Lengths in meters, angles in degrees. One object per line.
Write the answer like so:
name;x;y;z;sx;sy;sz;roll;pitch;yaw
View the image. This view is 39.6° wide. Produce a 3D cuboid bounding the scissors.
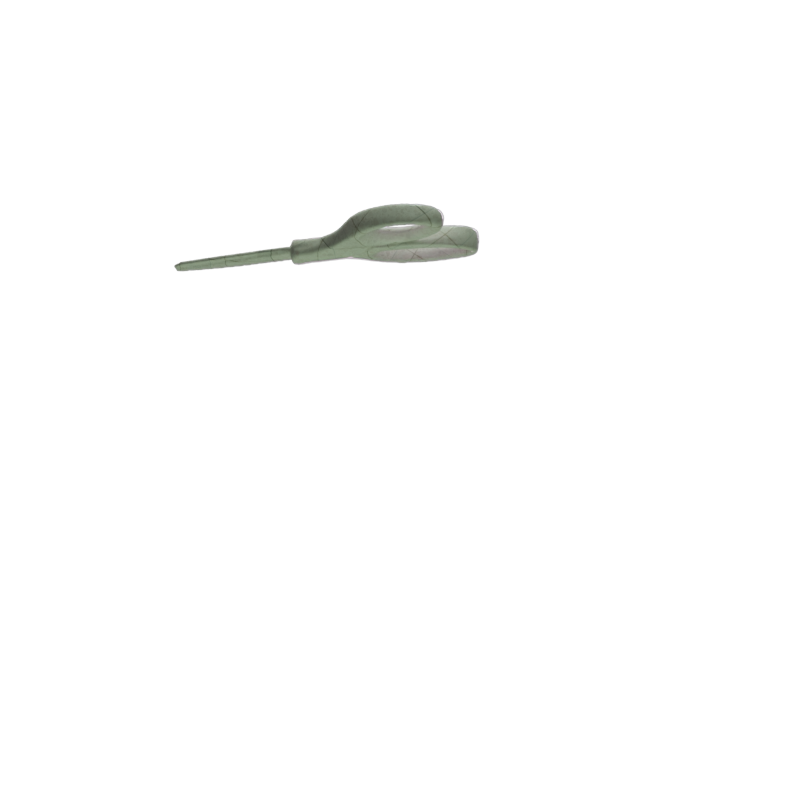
scissors;-0.053;-0.098;0.683;0.204;0.016;0.092;-1;-10;8
